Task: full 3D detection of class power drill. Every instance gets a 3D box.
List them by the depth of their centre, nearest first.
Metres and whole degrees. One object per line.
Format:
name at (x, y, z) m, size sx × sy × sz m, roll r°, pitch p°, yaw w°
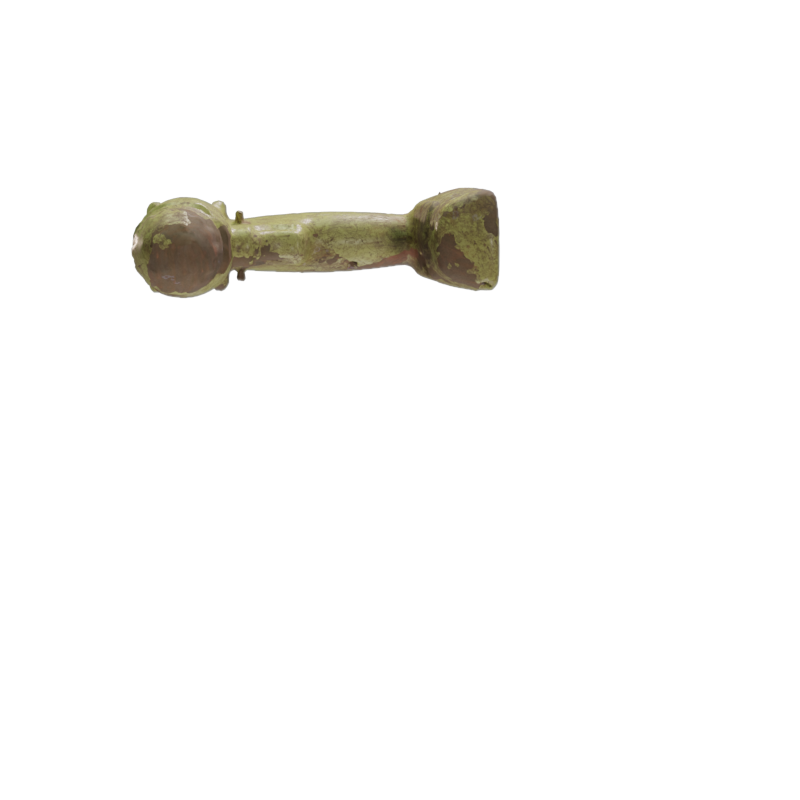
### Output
power drill at (-0.046, -0.084, 0.591) m, size 0.187 × 0.056 × 0.188 m, roll -1°, pitch 10°, yaw -5°
